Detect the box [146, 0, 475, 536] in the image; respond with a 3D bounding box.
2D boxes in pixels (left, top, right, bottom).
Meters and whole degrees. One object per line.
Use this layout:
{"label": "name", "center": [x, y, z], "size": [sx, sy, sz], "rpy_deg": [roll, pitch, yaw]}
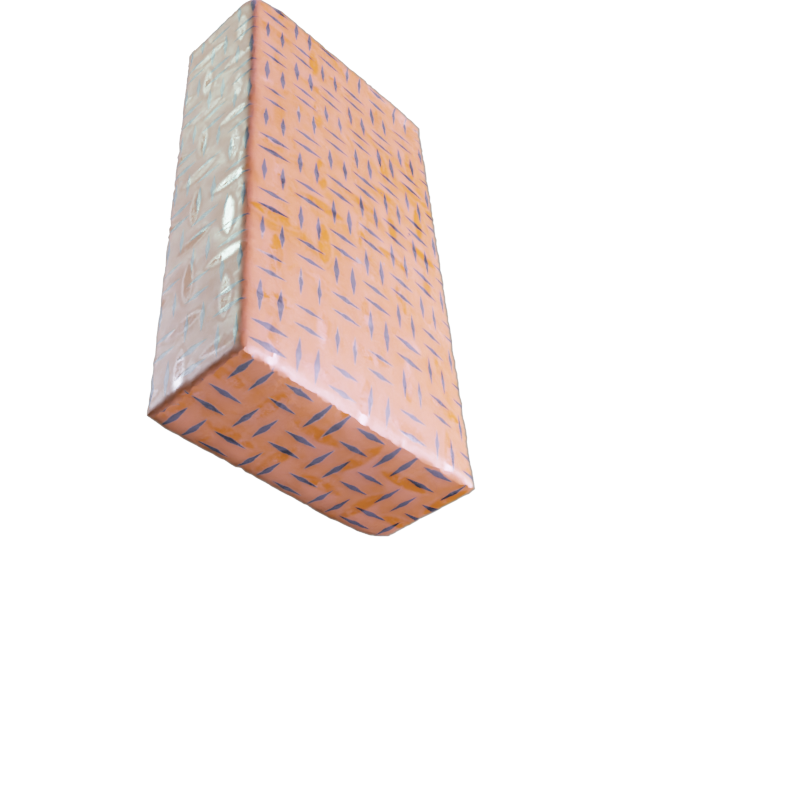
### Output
{"label": "box", "center": [-0.029, -0.053, 0.368], "size": [0.048, 0.189, 0.087], "rpy_deg": [-35, -51, 30]}
